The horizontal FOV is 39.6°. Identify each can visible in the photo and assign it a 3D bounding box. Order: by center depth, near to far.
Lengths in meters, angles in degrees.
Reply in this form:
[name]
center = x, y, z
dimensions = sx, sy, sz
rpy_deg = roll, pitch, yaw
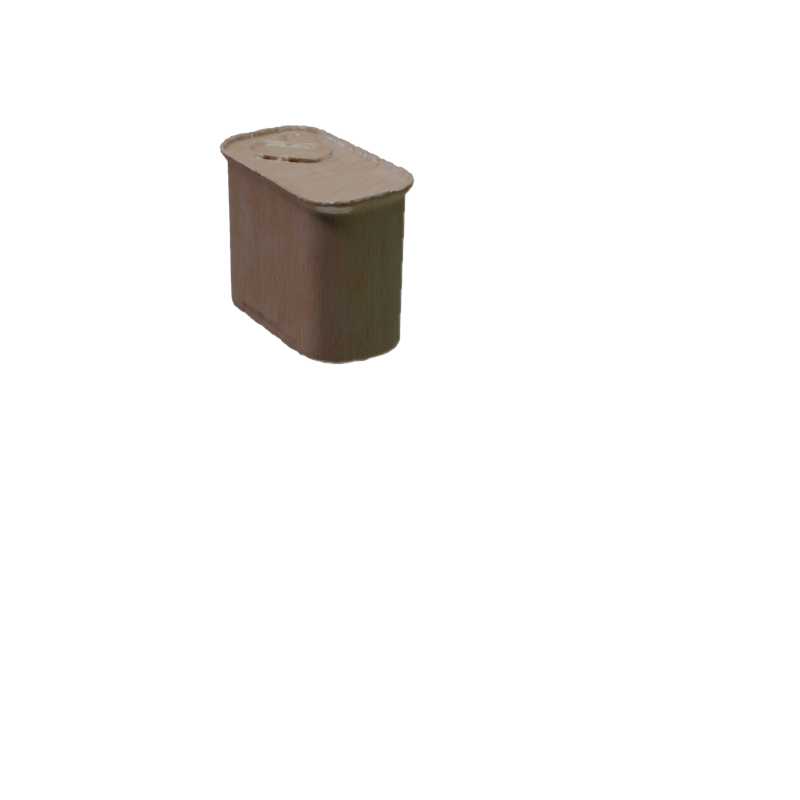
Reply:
[can]
center = -0.041, -0.075, 0.527
dimensions = 0.057, 0.079, 0.109
rpy_deg = -17, 34, -31
